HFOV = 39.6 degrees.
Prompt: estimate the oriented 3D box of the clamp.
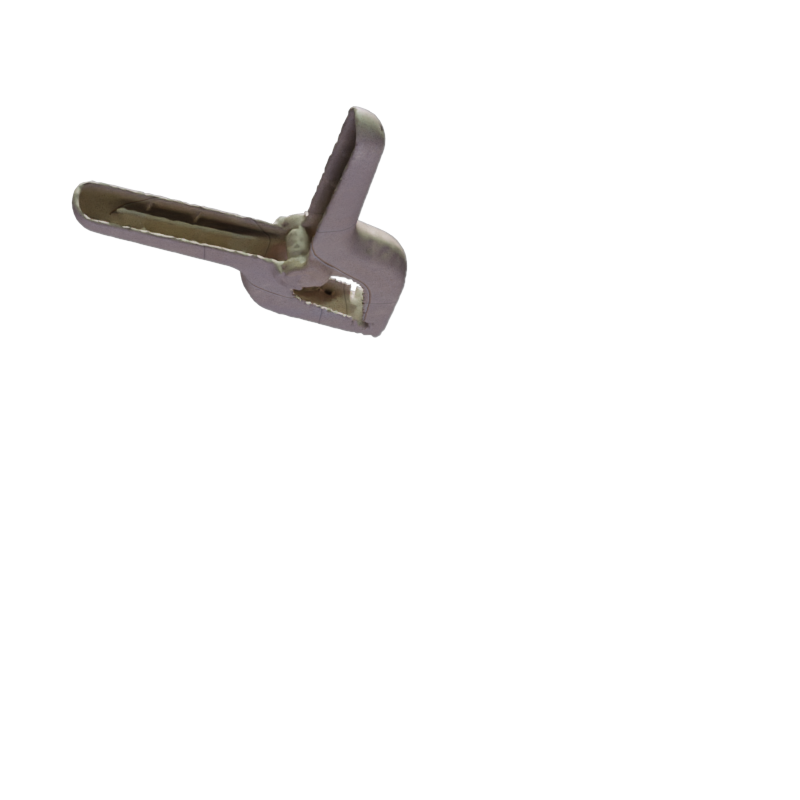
[{"bbox_3d":[-0.046,-0.085,0.593,0.167,0.038,0.195,-12,-24,28],"label":"clamp"}]
